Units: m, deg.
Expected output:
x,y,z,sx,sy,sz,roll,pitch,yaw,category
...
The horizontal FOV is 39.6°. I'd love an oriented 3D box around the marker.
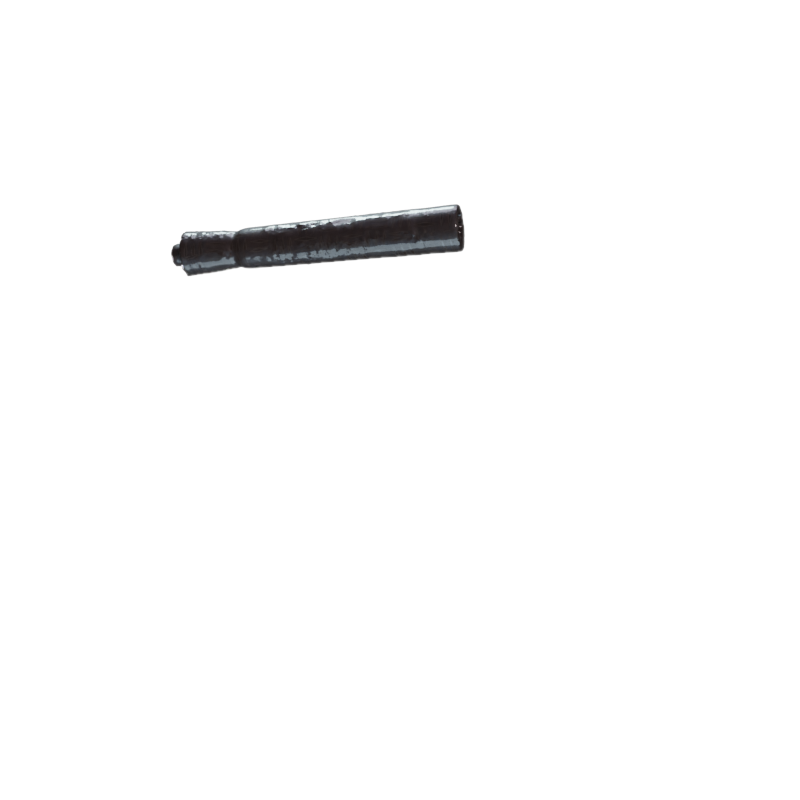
x,y,z,sx,sy,sz,roll,pitch,yaw,category
-0.035,-0.064,0.451,0.123,0.020,0.019,-3,3,15,marker
